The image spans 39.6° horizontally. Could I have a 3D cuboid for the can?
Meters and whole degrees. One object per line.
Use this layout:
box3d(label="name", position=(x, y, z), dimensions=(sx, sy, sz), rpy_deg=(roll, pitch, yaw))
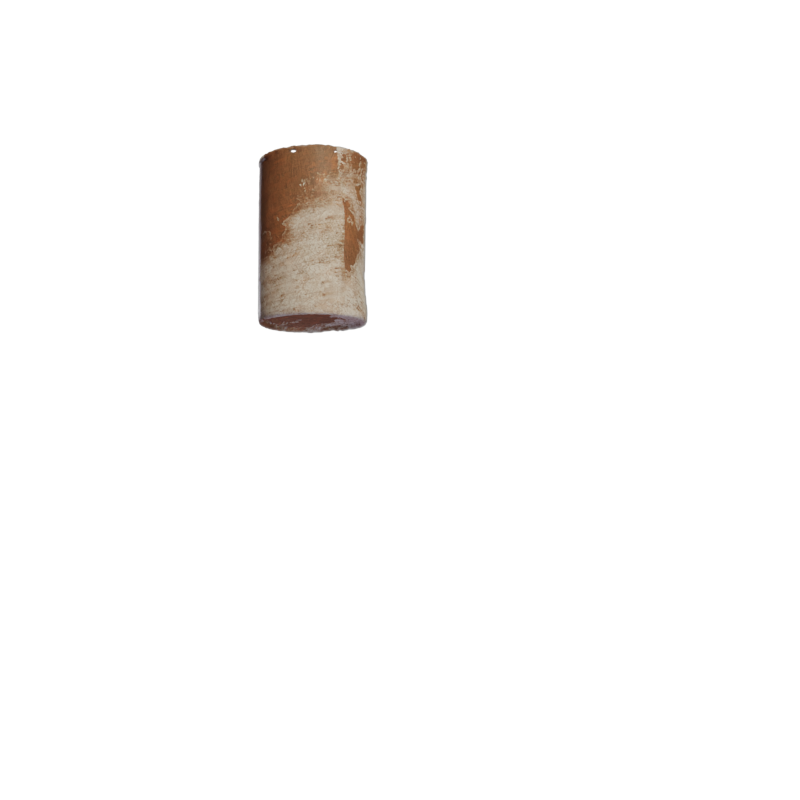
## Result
box3d(label="can", position=(-0.053, -0.096, 0.676), dimensions=(0.068, 0.106, 0.067), rpy_deg=(0, -12, -2))
